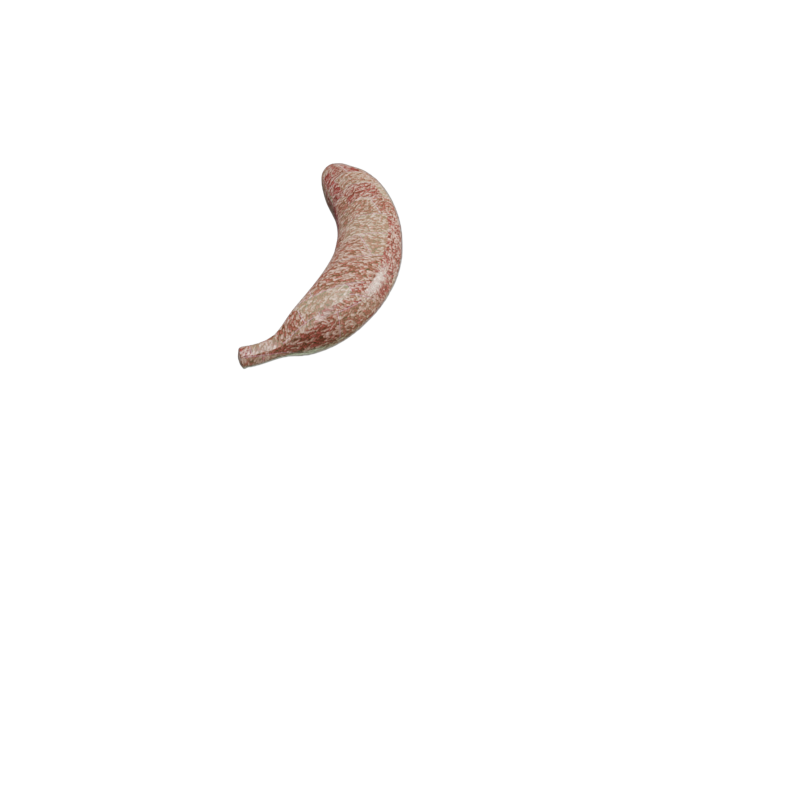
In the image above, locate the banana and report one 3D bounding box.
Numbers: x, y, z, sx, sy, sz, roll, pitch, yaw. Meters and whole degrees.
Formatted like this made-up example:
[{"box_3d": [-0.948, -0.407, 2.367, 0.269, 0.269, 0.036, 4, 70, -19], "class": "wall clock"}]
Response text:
[{"box_3d": [-0.032, -0.085, 0.628, 0.071, 0.034, 0.208, 7, 38, 8], "class": "banana"}]
